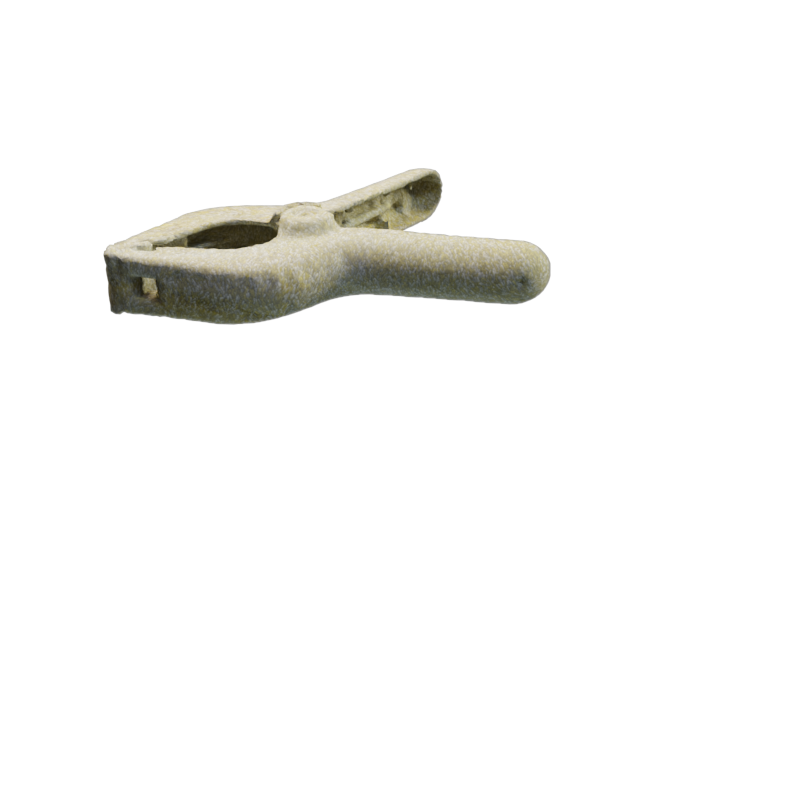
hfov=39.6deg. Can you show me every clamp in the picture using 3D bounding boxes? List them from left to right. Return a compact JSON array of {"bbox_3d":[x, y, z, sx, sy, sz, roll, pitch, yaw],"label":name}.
[{"bbox_3d":[-0.037,-0.067,0.467,0.170,0.038,0.127,-4,23,-9],"label":"clamp"}]
